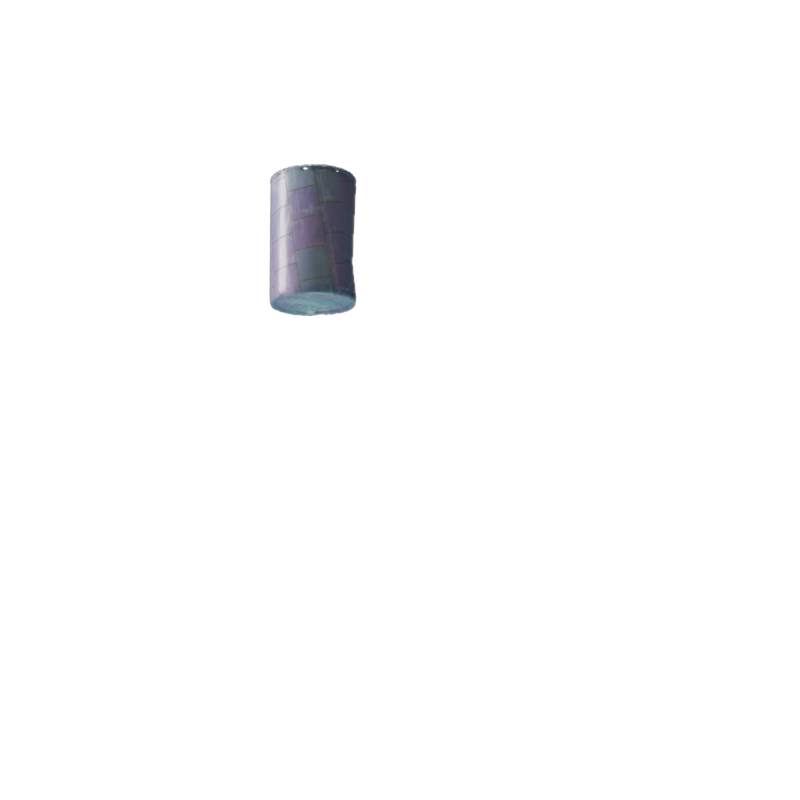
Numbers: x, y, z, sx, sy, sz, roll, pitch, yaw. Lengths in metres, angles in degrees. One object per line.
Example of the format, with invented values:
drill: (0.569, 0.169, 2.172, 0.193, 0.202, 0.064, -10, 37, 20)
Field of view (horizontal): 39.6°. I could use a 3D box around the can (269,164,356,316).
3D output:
can: (-0.067, -0.122, 0.855, 0.068, 0.107, 0.066, 0, -16, -2)
